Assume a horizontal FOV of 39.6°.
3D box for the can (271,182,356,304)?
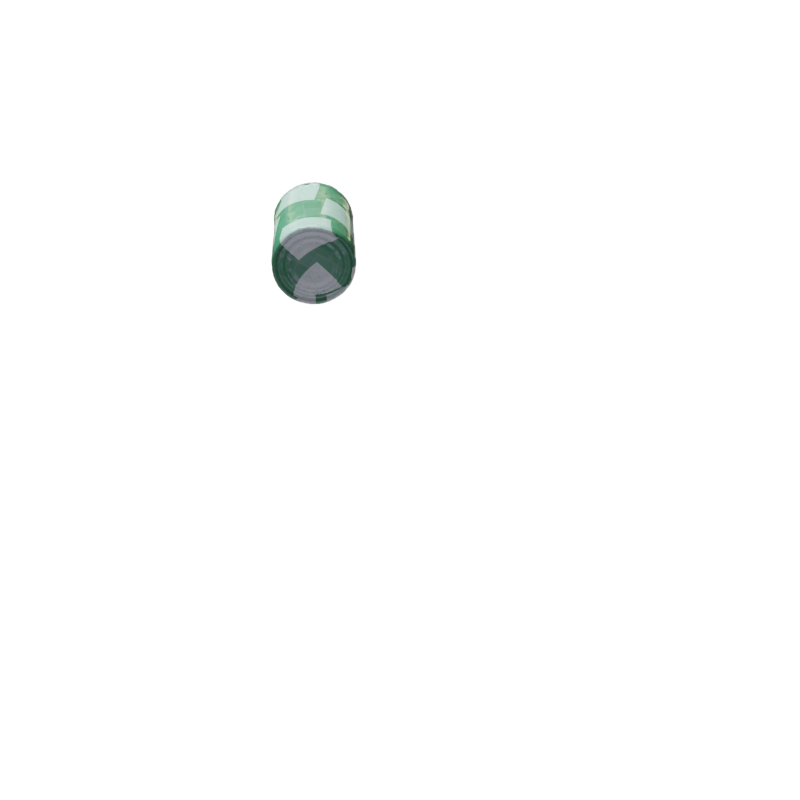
[{"bbox_3d":[-0.071,-0.129,0.904,0.068,0.065,0.108,0,27,-3],"label":"can"}]
